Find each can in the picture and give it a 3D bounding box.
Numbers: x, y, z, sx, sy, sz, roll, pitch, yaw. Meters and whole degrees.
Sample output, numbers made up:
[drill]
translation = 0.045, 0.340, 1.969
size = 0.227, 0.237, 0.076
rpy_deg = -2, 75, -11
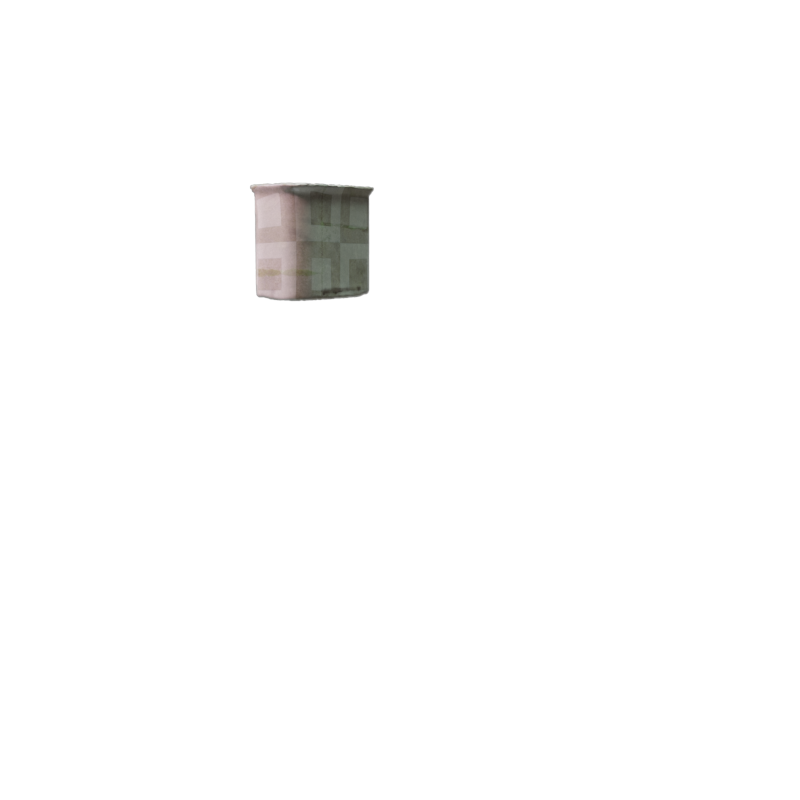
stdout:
[can]
translation = -0.065, -0.118, 0.826
size = 0.060, 0.083, 0.099
rpy_deg = 2, 5, 35
